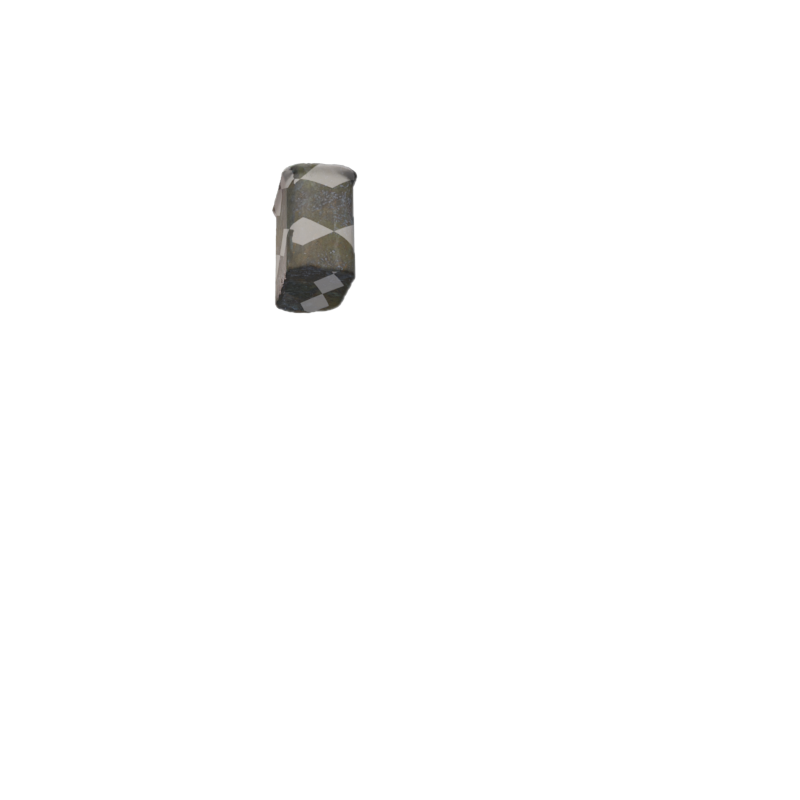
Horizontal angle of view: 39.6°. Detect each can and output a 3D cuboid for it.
[{"bbox_3d":[-0.066,-0.121,0.847,0.057,0.088,0.099,3,-19,-11],"label":"can"}]
